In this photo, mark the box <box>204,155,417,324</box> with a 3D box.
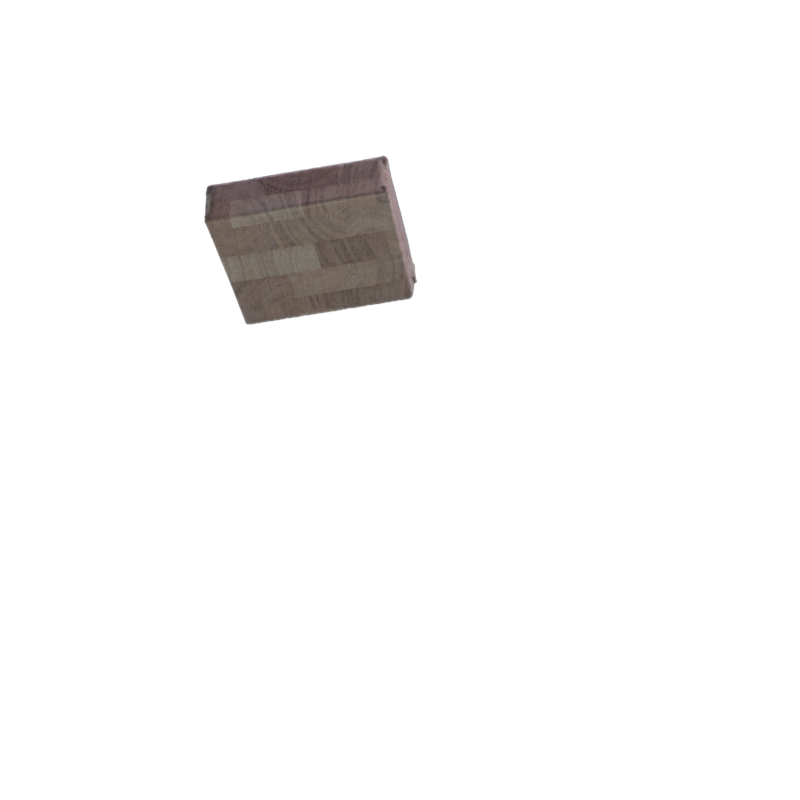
[{"bbox_3d":[-0.042,-0.077,0.536,0.090,0.032,0.067,-8,-43,9],"label":"box"}]
